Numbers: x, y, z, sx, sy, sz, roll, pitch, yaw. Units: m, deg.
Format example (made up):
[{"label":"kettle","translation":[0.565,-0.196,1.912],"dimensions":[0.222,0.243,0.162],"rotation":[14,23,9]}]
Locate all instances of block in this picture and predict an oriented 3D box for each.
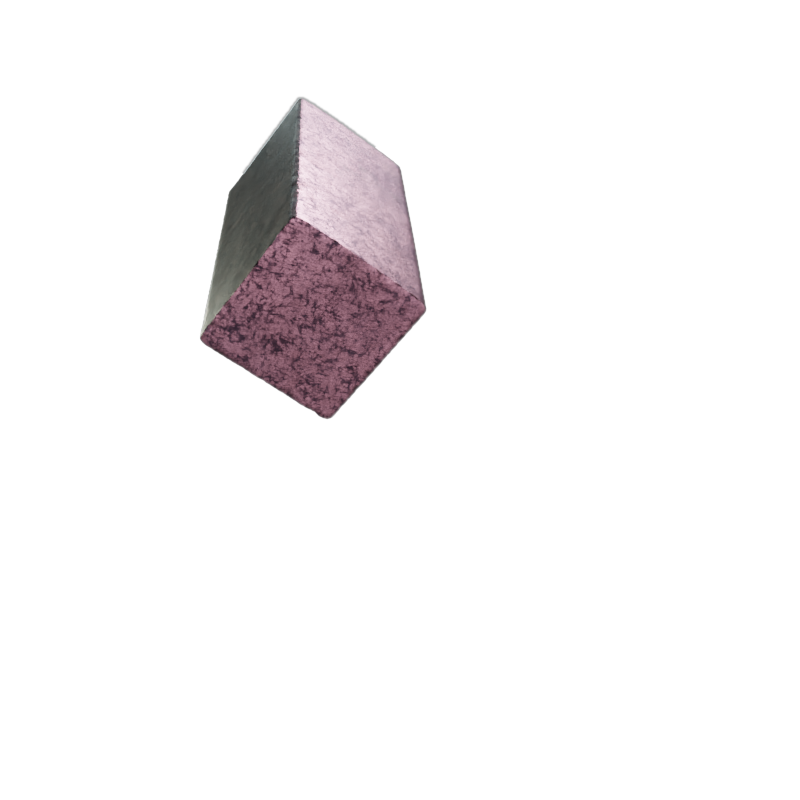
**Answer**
[{"label":"block","translation":[-0.052,-0.096,0.675],"dimensions":[0.087,0.089,0.219],"rotation":[33,23,-20]}]
